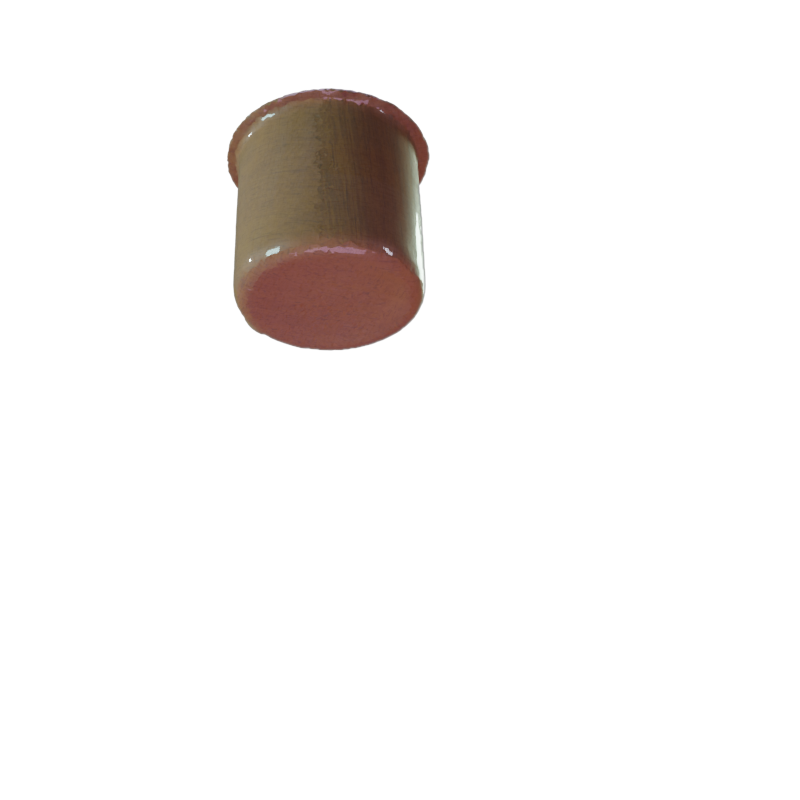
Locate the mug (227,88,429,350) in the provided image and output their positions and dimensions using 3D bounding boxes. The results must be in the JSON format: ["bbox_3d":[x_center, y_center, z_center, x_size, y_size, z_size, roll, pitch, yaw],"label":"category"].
[{"bbox_3d":[-0.039,-0.071,0.496,0.088,0.087,0.115,22,-40,-31],"label":"mug"}]
